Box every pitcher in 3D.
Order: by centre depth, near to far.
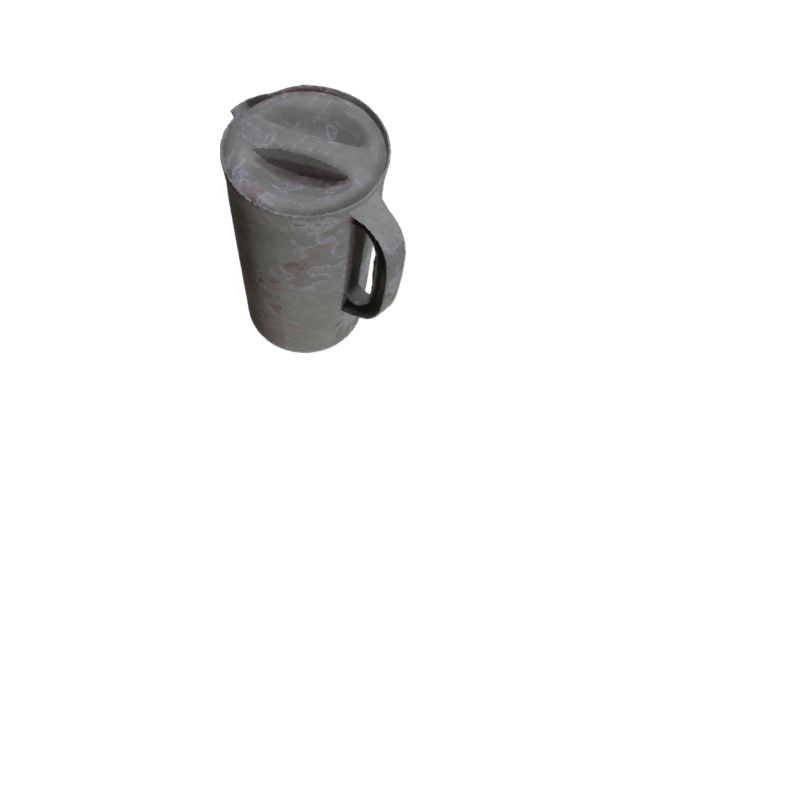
[{"bbox_3d":[-0.074,-0.135,0.946,0.145,0.159,0.228,1,-30,-2],"label":"pitcher"}]
